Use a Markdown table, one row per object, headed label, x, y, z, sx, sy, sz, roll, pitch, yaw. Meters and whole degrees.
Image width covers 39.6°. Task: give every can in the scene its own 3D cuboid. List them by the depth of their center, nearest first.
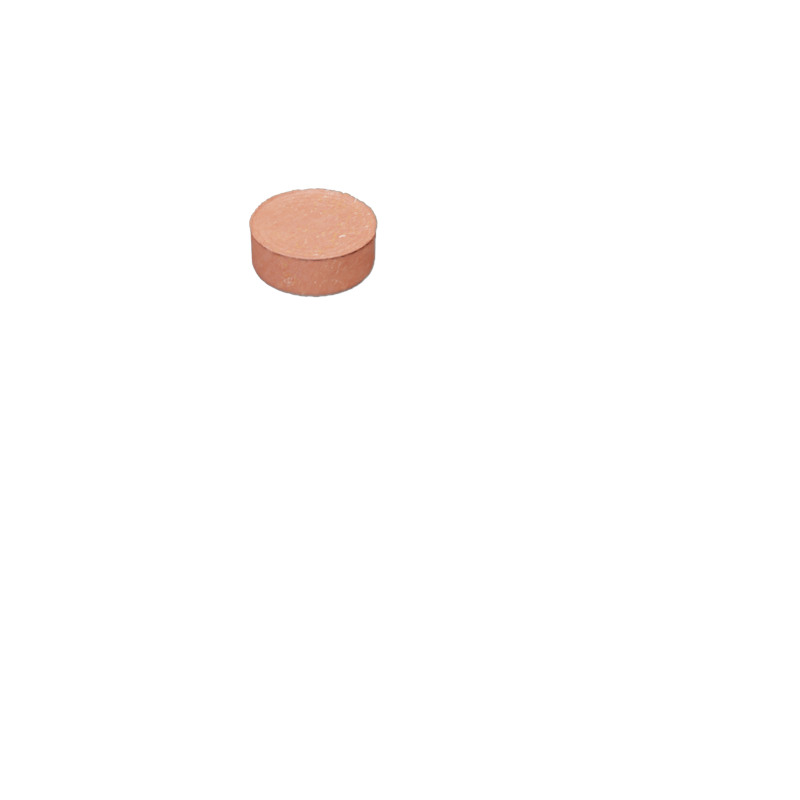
| label | x | y | z | sx | sy | sz | roll | pitch | yaw |
| --- | --- | --- | --- | --- | --- | --- | --- | --- | --- |
| can | -0.059 | -0.107 | 0.749 | 0.086 | 0.031 | 0.092 | -1 | 39 | -2 |
